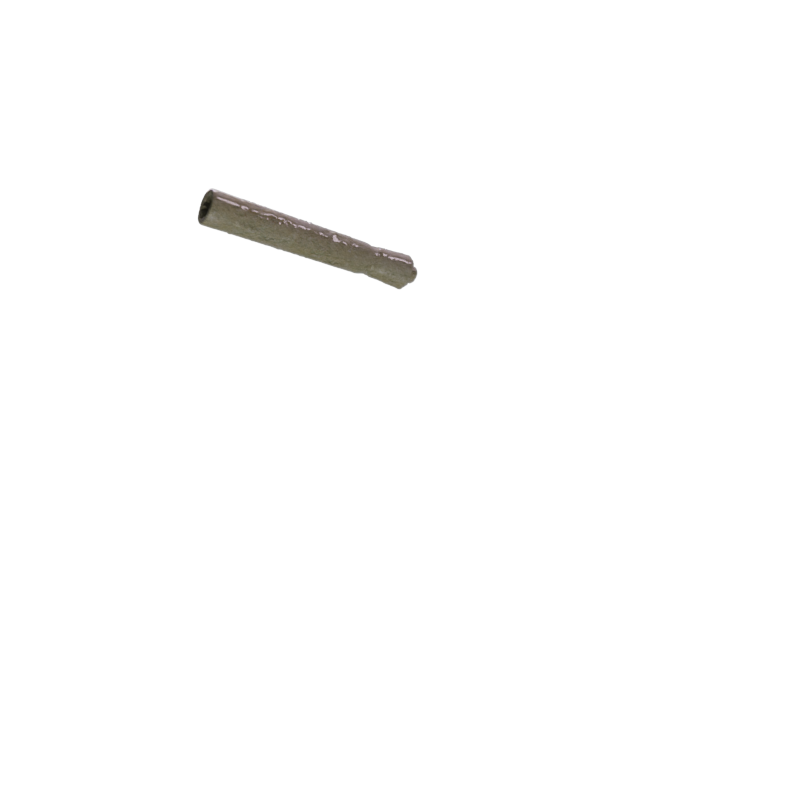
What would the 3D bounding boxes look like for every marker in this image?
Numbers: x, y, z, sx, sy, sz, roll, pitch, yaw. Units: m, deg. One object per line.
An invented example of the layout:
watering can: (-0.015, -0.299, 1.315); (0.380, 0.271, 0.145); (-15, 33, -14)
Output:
marker: (-0.044, -0.081, 0.566); (0.116, 0.020, 0.020); (16, -3, -23)
